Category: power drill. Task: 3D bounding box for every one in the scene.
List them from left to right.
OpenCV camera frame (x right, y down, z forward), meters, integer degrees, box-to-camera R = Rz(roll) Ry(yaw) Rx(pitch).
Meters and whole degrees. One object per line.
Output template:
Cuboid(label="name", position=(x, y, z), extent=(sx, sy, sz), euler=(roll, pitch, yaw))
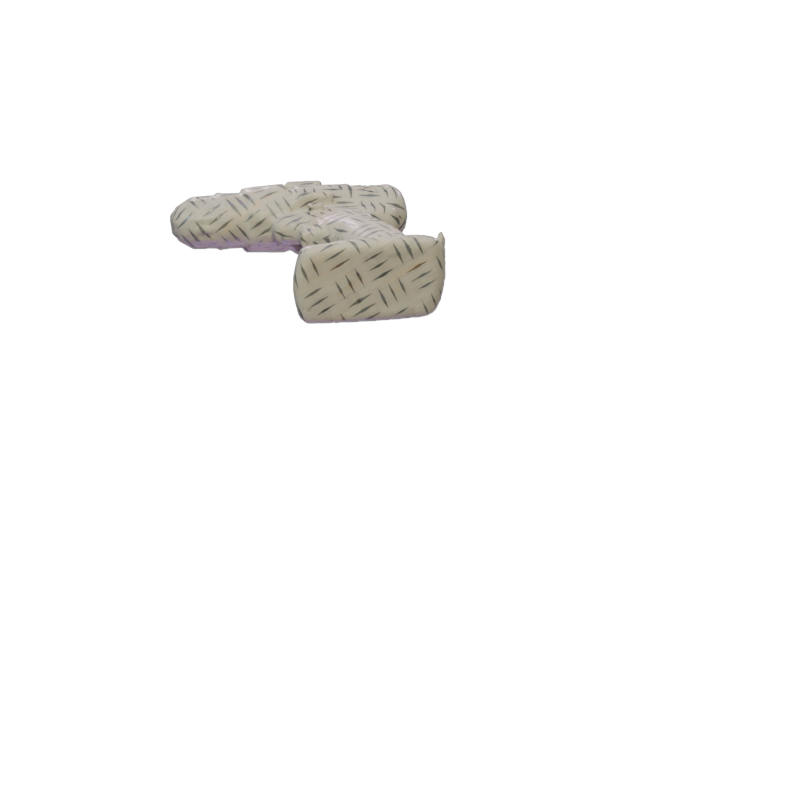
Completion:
Cuboid(label="power drill", position=(-0.062, -0.113, 0.794), extent=(0.181, 0.055, 0.200), euler=(-8, 26, -16))
